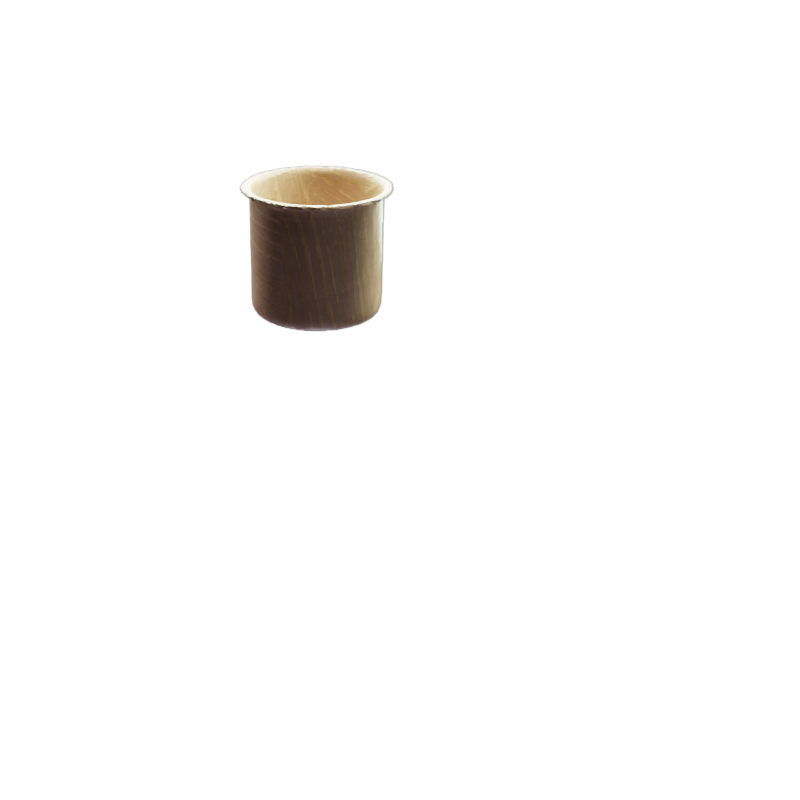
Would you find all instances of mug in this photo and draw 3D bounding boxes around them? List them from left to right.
[{"bbox_3d":[-0.054,-0.099,0.694,0.092,0.078,0.125,-5,25,-12],"label":"mug"}]
